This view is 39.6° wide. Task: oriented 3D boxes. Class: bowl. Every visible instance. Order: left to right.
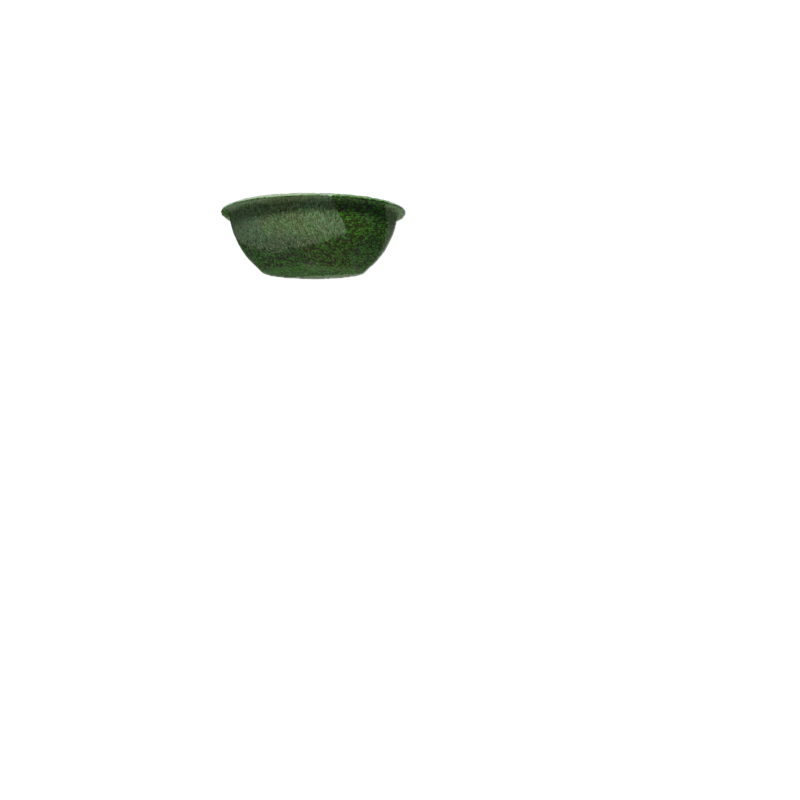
[{"bbox_3d":[-0.076,-0.138,0.969,0.162,0.056,0.160,0,-2,-2],"label":"bowl"}]
